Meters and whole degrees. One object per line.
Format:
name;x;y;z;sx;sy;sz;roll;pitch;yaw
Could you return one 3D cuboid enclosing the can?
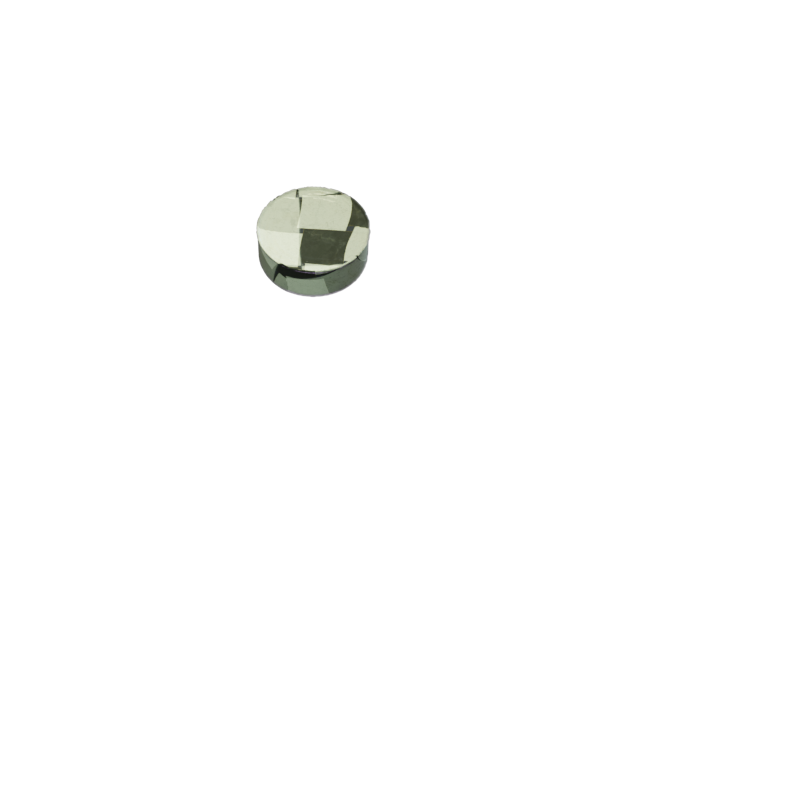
can;-0.066;-0.120;0.844;0.086;0.092;0.031;-1;-38;-1
